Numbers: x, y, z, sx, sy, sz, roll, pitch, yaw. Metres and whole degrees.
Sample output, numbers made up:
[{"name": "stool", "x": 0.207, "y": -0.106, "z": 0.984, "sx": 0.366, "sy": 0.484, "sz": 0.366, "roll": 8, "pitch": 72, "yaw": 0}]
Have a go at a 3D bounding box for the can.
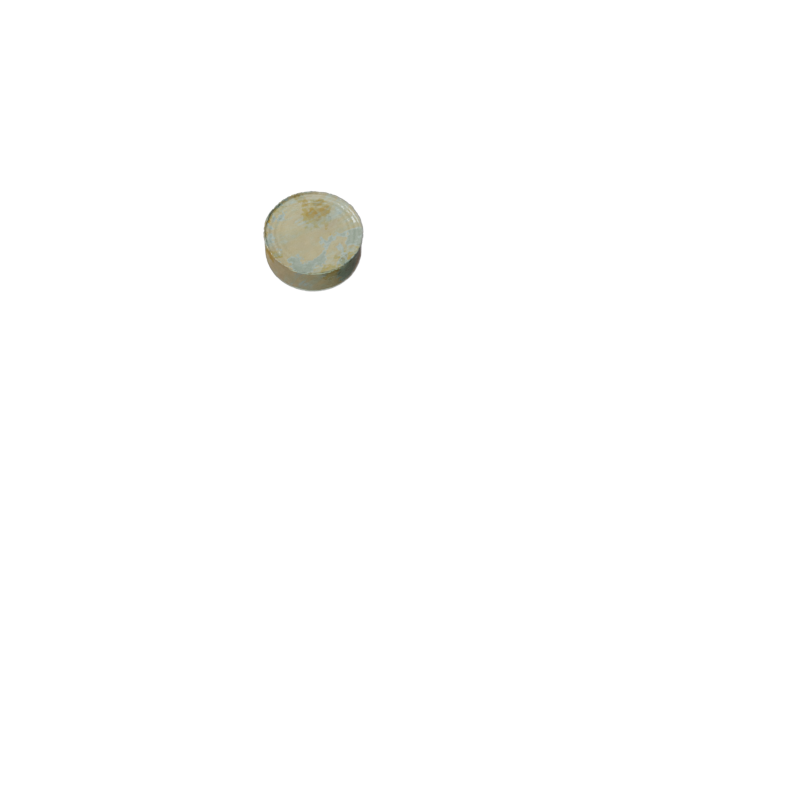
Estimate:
[{"name": "can", "x": -0.075, "y": -0.137, "z": 0.961, "sx": 0.086, "sy": 0.092, "sz": 0.031, "roll": -1, "pitch": -32, "yaw": -1}]
